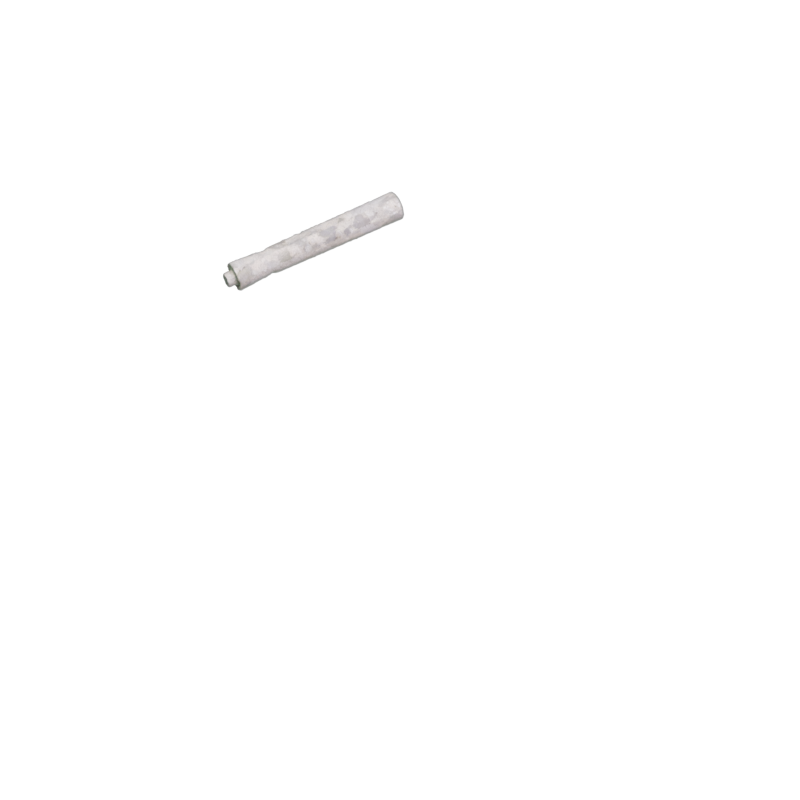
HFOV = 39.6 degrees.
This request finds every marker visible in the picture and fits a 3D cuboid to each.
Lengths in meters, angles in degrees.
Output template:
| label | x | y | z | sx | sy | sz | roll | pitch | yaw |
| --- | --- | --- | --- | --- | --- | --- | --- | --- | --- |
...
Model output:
| label | x | y | z | sx | sy | sz | roll | pitch | yaw |
| --- | --- | --- | --- | --- | --- | --- | --- | --- | --- |
| marker | -0.054 | -0.098 | 0.688 | 0.120 | 0.019 | 0.020 | -26 | 12 | -16 |
